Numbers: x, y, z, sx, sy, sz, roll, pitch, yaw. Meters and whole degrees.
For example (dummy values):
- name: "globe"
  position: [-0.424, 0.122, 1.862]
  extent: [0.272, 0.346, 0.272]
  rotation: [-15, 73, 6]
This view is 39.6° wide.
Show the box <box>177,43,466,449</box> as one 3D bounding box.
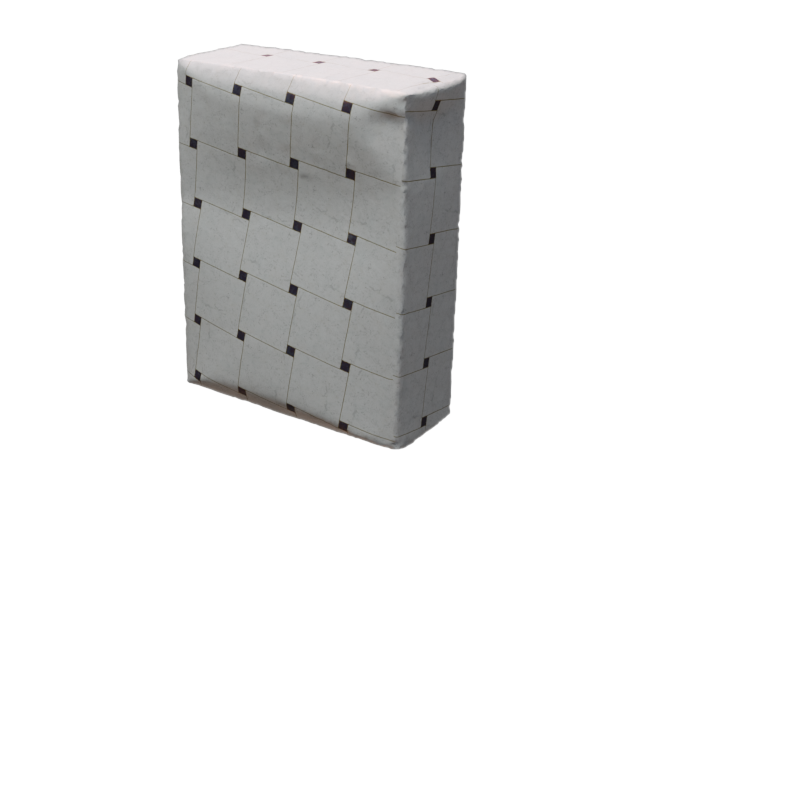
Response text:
- name: "box"
  position: [-0.052, -0.095, 0.664]
  extent: [0.173, 0.204, 0.072]
  rotation: [16, 26, 31]
